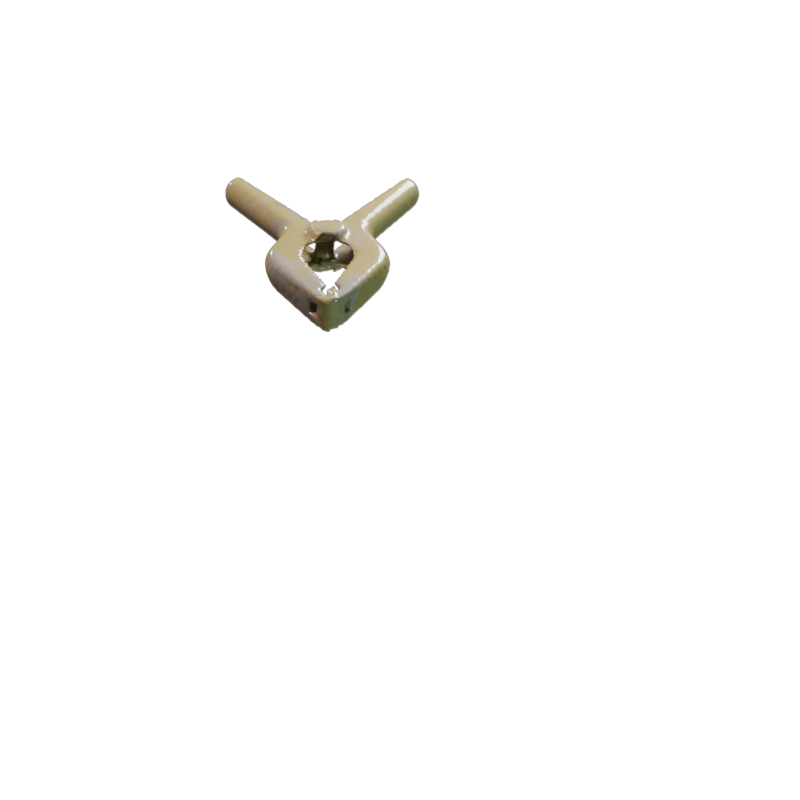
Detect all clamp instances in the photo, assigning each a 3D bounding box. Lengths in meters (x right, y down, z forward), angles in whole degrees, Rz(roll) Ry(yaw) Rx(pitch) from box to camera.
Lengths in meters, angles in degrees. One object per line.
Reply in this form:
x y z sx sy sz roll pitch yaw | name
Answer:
-0.069 -0.125 0.876 0.165 0.034 0.223 2 35 2 | clamp
